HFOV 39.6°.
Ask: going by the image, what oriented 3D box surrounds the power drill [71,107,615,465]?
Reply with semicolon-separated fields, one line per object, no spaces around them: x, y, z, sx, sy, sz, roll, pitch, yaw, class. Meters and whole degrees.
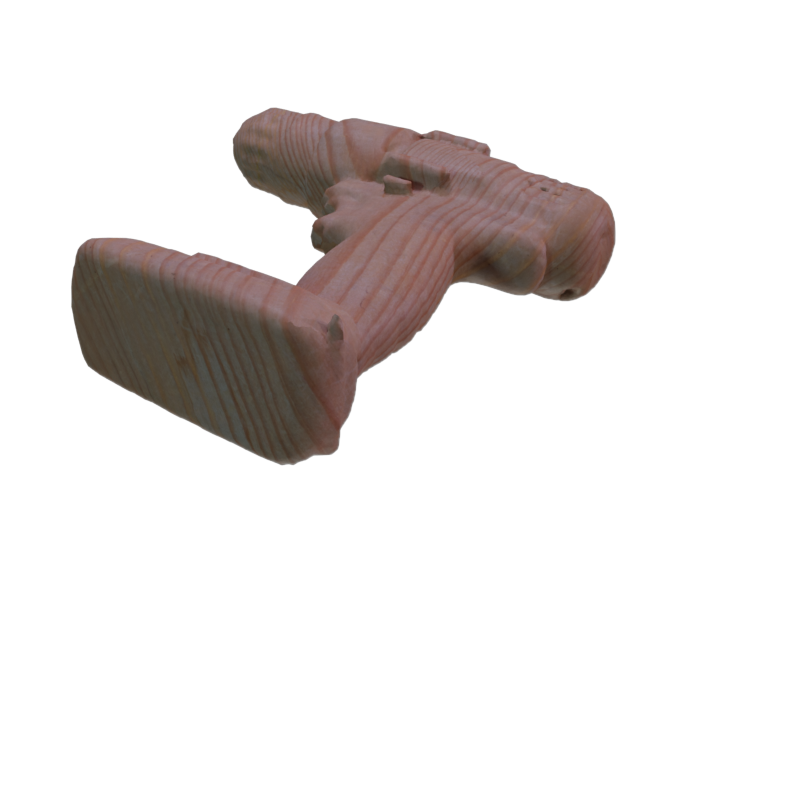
-0.034;-0.061;0.431;0.194;0.054;0.189;20;37;29;power drill
